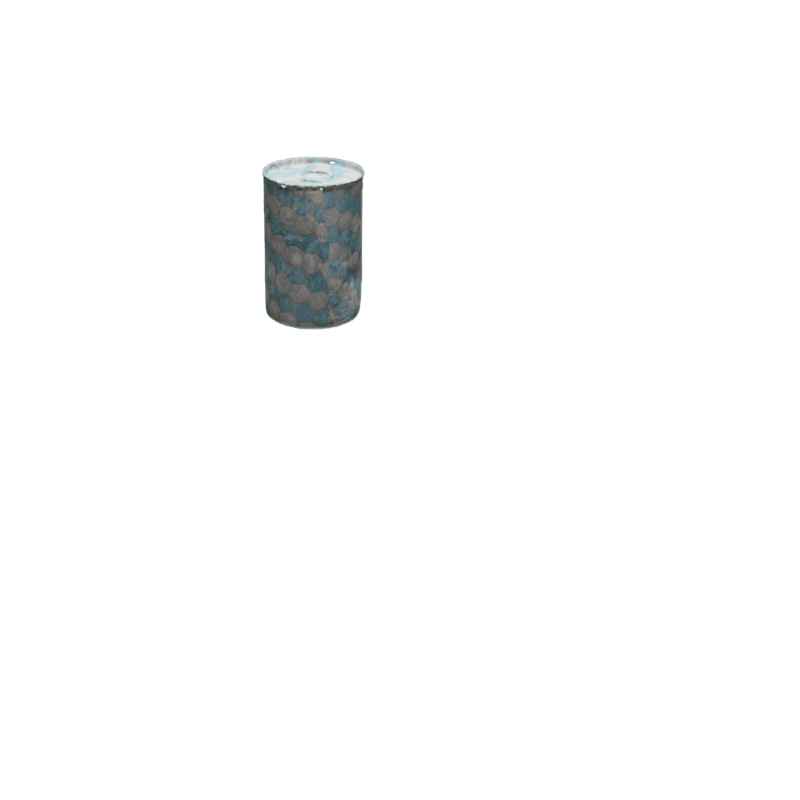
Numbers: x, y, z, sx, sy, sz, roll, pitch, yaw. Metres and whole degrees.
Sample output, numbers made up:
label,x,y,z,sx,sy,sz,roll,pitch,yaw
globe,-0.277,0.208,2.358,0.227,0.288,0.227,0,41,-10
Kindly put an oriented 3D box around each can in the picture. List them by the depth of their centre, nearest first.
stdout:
label,x,y,z,sx,sy,sz,roll,pitch,yaw
can,-0.059,-0.107,0.752,0.068,0.097,0.072,0,23,-2
